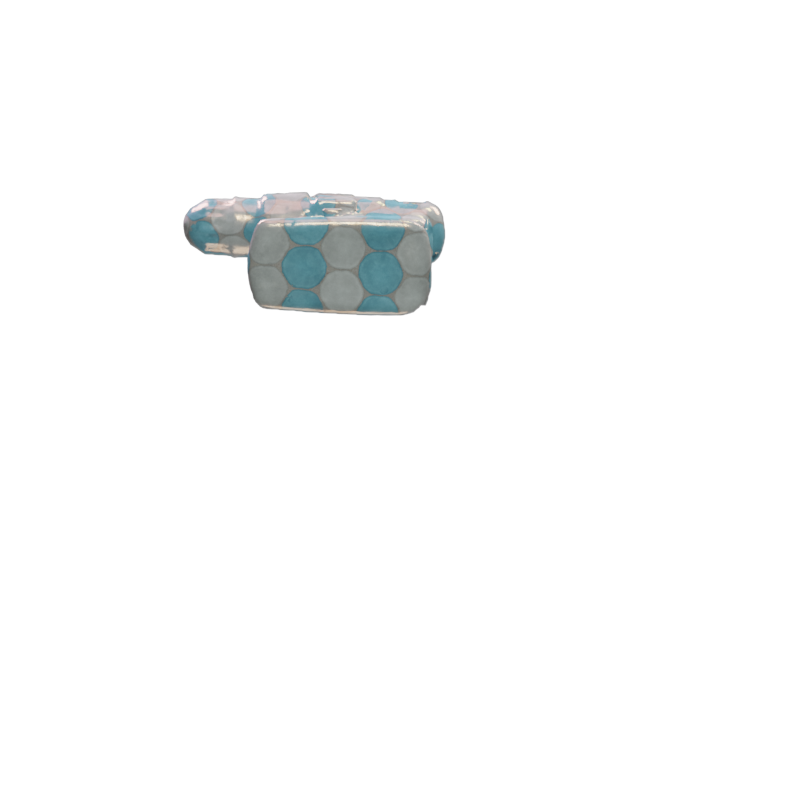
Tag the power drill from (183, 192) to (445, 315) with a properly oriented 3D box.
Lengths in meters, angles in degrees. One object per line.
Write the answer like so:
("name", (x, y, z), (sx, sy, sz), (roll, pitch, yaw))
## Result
("power drill", (-0.056, -0.102, 0.717), (0.184, 0.056, 0.194), (-1, 17, -2))
